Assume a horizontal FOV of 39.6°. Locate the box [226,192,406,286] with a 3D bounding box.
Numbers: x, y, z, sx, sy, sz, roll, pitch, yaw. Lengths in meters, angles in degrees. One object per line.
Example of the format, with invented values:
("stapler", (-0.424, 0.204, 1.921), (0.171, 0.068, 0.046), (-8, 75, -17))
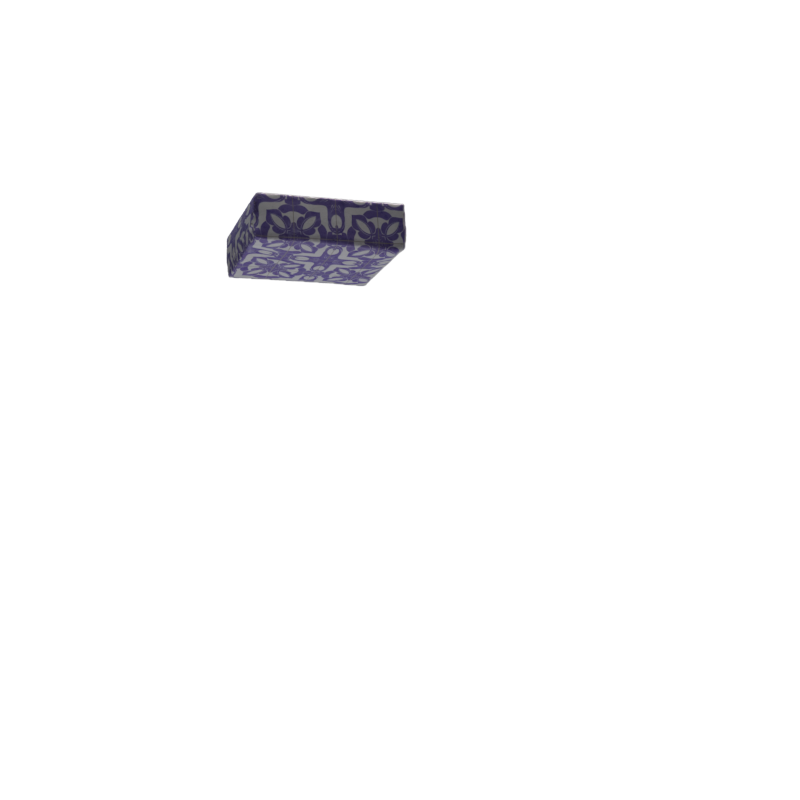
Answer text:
("box", (-0.063, -0.115, 0.806), (0.111, 0.040, 0.089), (4, -14, -18))
